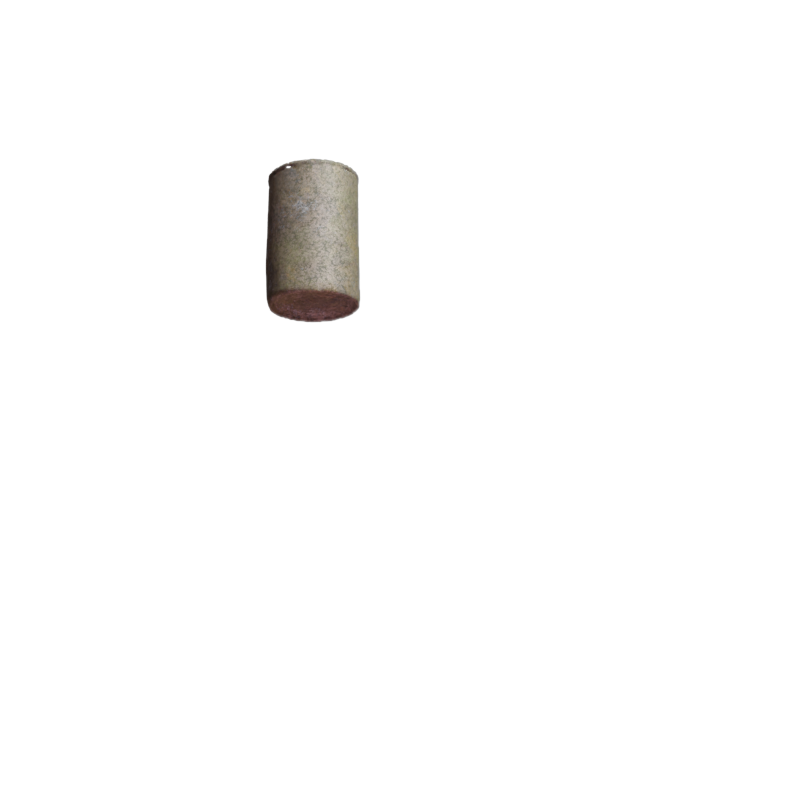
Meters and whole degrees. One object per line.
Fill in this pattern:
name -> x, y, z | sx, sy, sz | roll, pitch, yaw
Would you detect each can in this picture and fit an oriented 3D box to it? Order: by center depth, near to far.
can -> -0.063, -0.115, 0.809 | 0.068, 0.107, 0.065 | 0, -21, -2
